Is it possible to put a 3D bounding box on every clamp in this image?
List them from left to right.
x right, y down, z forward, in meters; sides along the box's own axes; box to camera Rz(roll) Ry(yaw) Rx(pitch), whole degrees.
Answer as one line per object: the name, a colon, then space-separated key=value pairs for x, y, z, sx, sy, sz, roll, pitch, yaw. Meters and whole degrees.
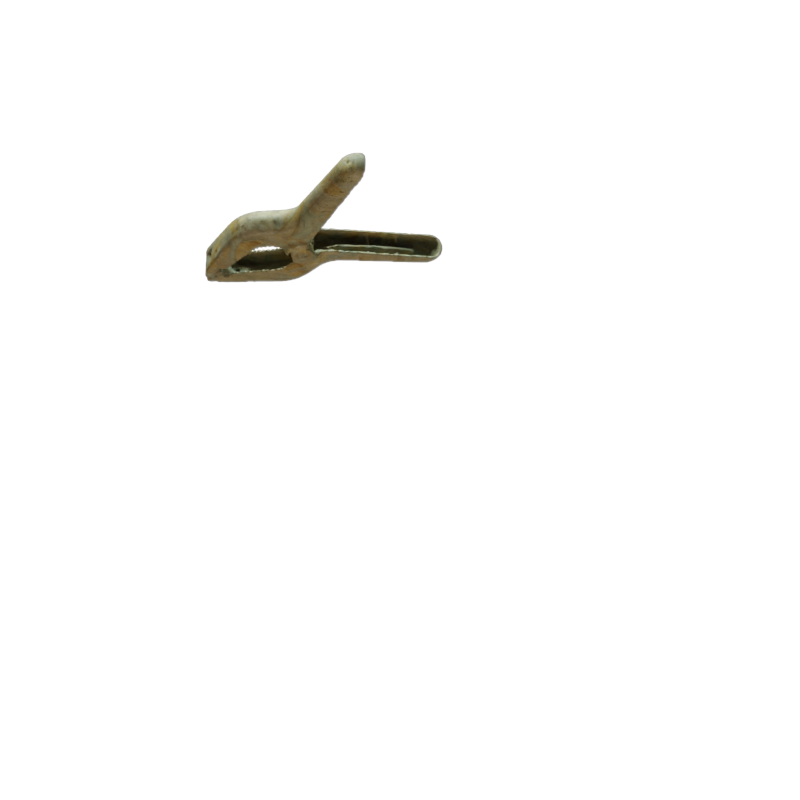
clamp: x=-0.077 y=-0.141 z=0.986 sx=0.212 sy=0.039 sz=0.153 roll=-17 pitch=-31 yaw=30
